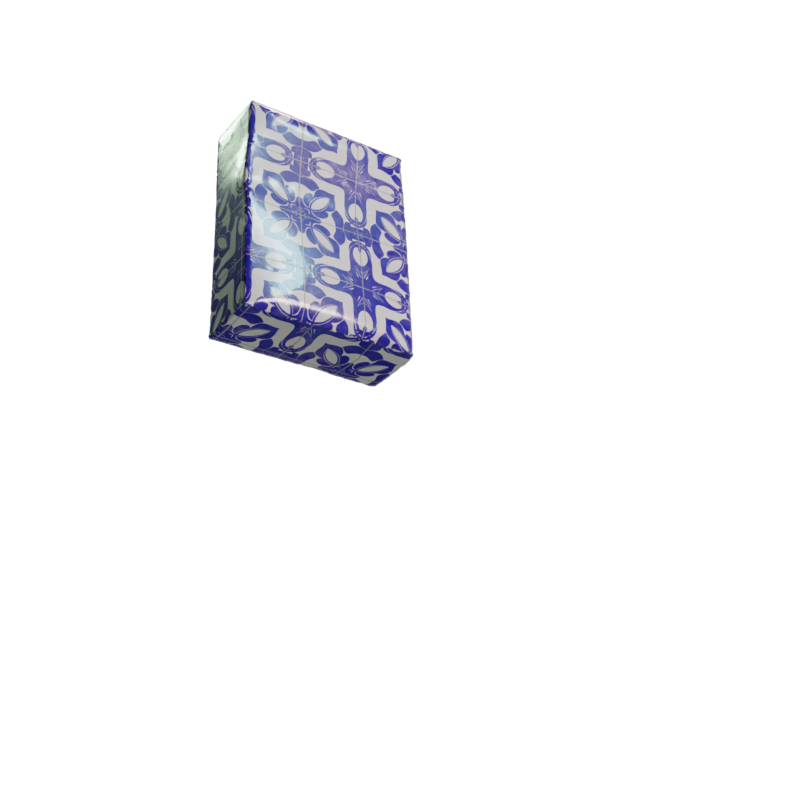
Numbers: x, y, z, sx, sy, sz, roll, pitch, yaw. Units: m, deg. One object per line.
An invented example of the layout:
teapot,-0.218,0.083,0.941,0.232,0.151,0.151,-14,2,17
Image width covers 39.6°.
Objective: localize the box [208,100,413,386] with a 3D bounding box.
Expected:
box,-0.075,-0.136,0.954,0.156,0.228,0.070,17,-37,-28
